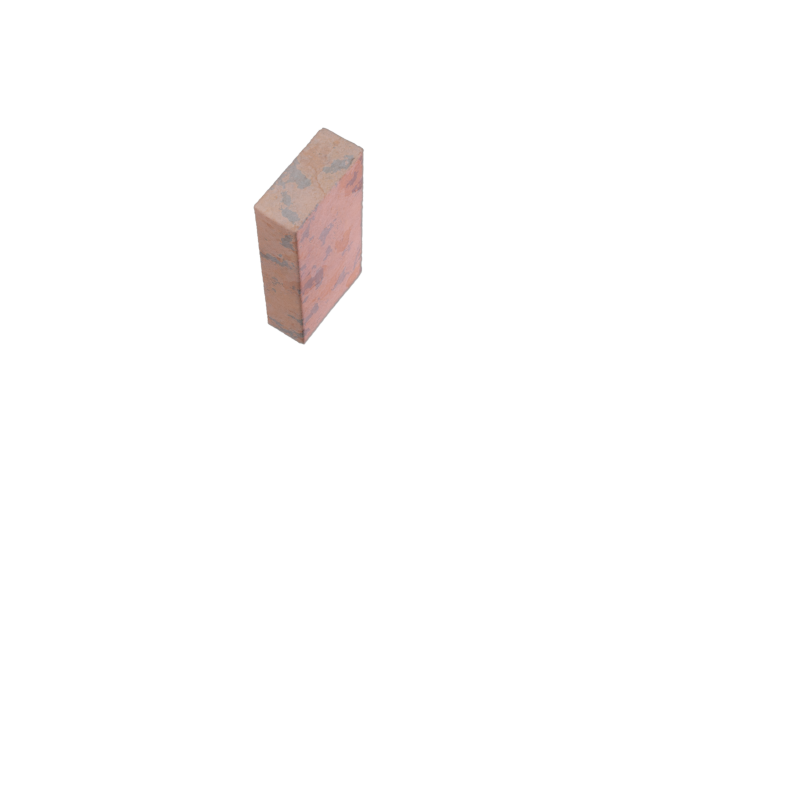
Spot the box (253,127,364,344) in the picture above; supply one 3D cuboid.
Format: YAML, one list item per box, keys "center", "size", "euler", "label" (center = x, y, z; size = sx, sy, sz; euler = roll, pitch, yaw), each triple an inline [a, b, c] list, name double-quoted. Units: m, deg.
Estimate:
- center: [-0.069, -0.127, 0.889]
  size: [0.050, 0.096, 0.166]
  euler: [31, -24, 10]
  label: "box"
